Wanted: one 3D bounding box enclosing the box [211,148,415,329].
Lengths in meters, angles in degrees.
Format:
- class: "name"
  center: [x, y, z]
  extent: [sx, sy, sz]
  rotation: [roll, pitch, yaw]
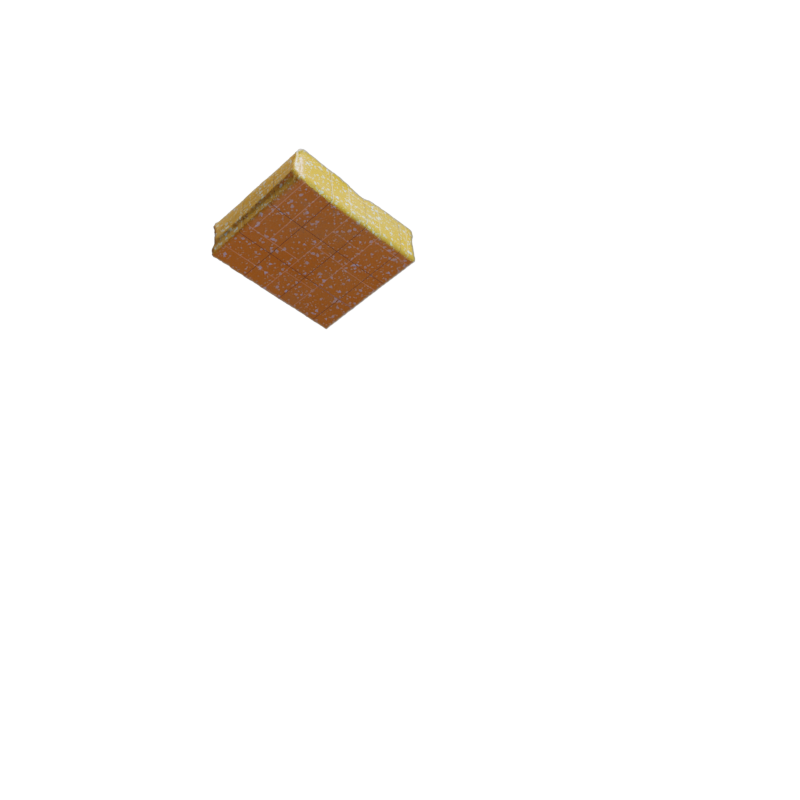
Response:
- class: "box"
  center: [-0.048, -0.088, 0.616]
  extent: [0.084, 0.032, 0.072]
  rotation: [34, -56, -29]
